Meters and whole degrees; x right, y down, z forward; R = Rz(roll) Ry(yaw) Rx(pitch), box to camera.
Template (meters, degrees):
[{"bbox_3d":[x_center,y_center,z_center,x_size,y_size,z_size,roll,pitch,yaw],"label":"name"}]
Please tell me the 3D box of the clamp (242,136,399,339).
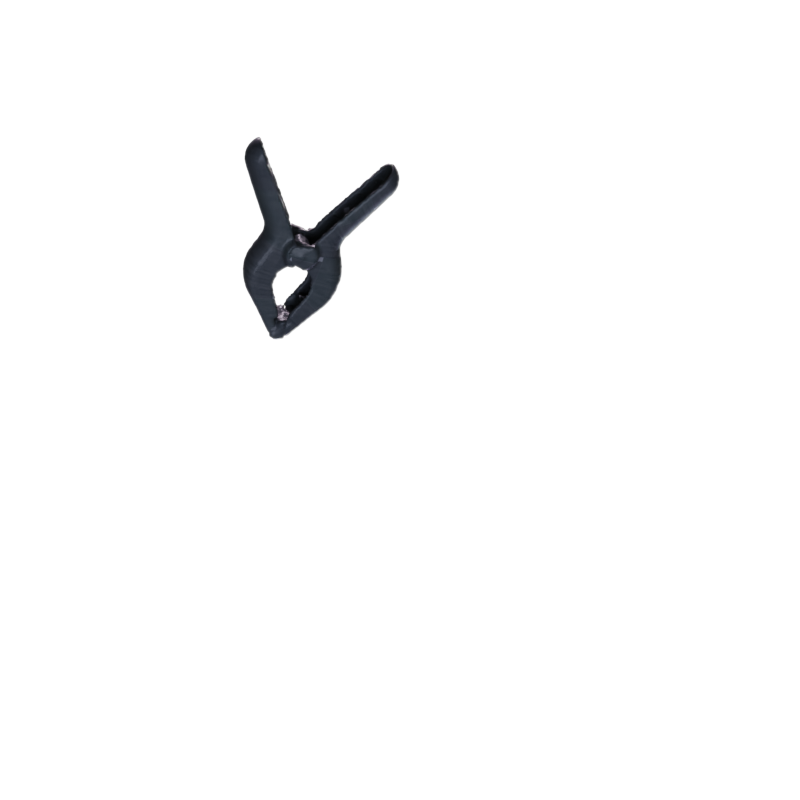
[{"bbox_3d":[-0.069,-0.125,0.878,0.119,0.162,0.042,7,33,-5],"label":"clamp"}]
